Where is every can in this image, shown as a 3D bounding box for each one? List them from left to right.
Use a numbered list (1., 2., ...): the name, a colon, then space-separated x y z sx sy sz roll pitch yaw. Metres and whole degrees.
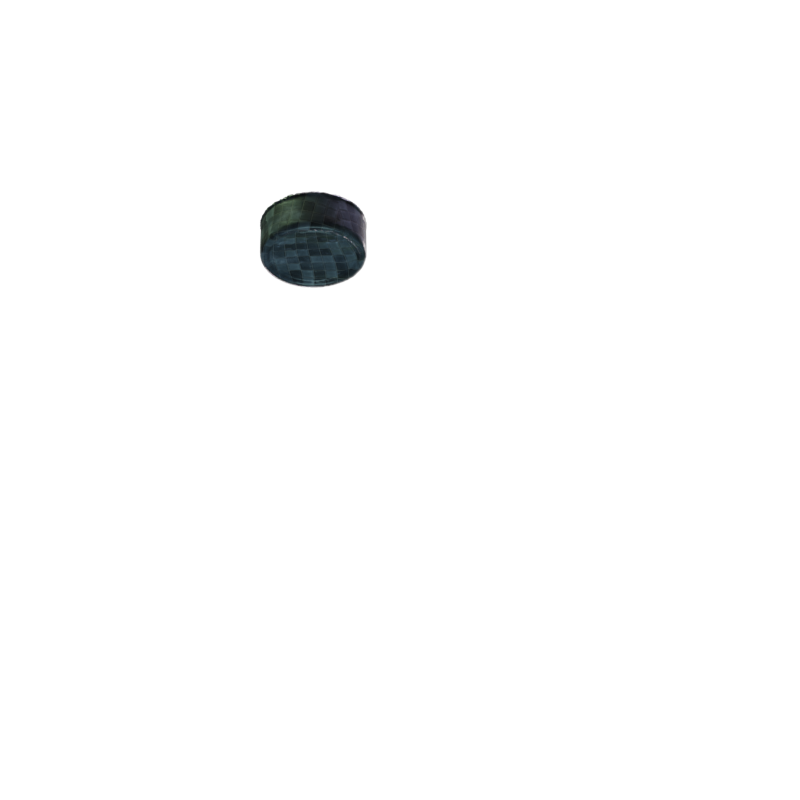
1. can: -0.069 -0.126 0.881 0.086 0.036 0.080 1 -32 -2
